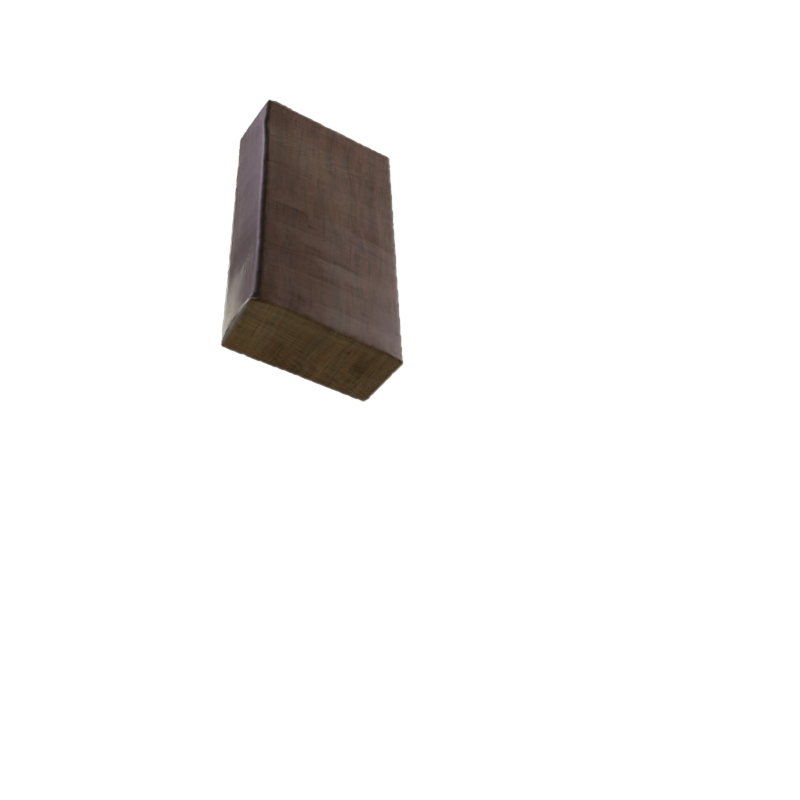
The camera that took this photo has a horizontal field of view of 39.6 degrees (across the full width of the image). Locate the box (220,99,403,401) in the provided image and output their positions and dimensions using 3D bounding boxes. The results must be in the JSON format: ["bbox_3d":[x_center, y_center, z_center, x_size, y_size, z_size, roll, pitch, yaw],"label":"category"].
[{"bbox_3d":[-0.050,-0.092,0.645,0.089,0.189,0.047,22,-51,-23],"label":"box"}]
